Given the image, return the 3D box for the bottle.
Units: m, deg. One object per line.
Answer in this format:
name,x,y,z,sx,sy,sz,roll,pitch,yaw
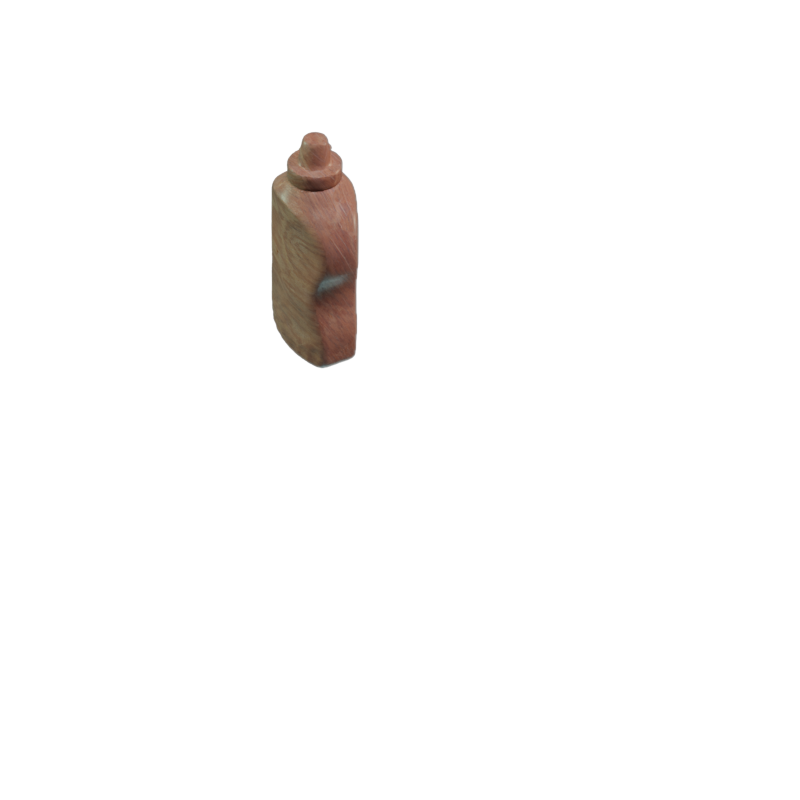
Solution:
bottle,-0.067,-0.122,0.856,0.058,0.179,0.104,-16,46,-20
